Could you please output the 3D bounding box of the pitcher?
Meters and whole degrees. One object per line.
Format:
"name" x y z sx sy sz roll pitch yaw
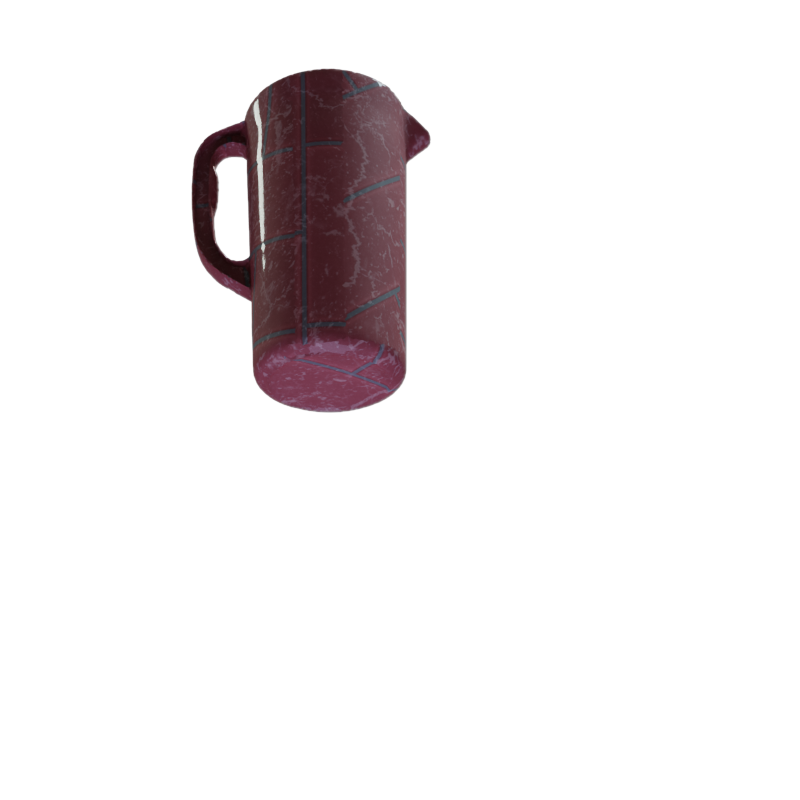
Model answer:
"pitcher" -0.066 -0.120 0.838 0.149 0.259 0.136 -28 -40 35
